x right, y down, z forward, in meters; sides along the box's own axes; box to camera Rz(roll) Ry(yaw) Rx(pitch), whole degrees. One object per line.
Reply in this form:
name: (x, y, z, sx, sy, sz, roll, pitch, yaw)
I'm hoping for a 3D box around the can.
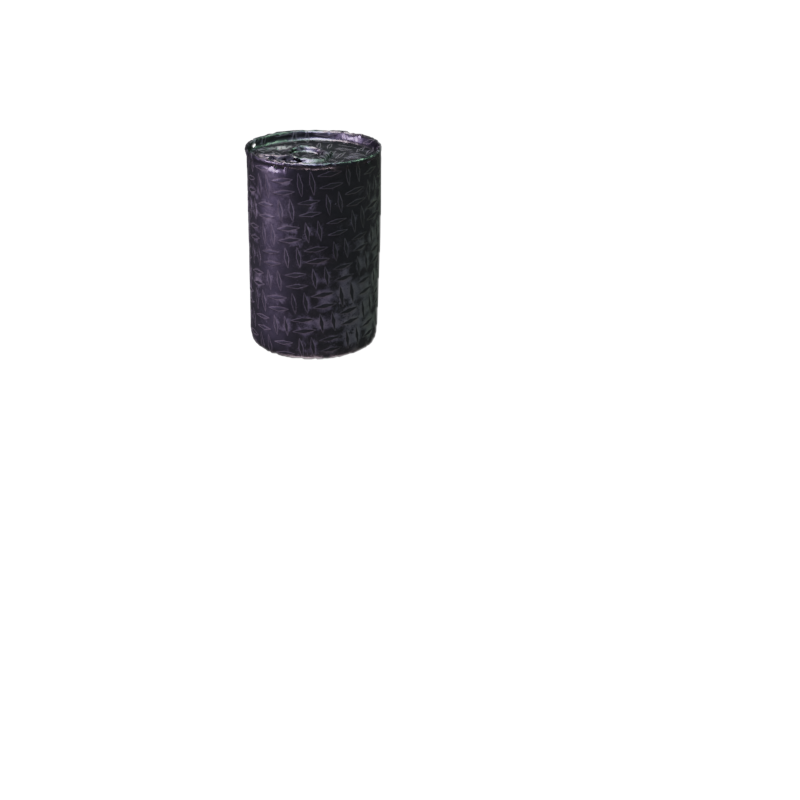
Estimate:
can: (-0.044, -0.081, 0.564, 0.068, 0.097, 0.072, 0, 23, -2)
